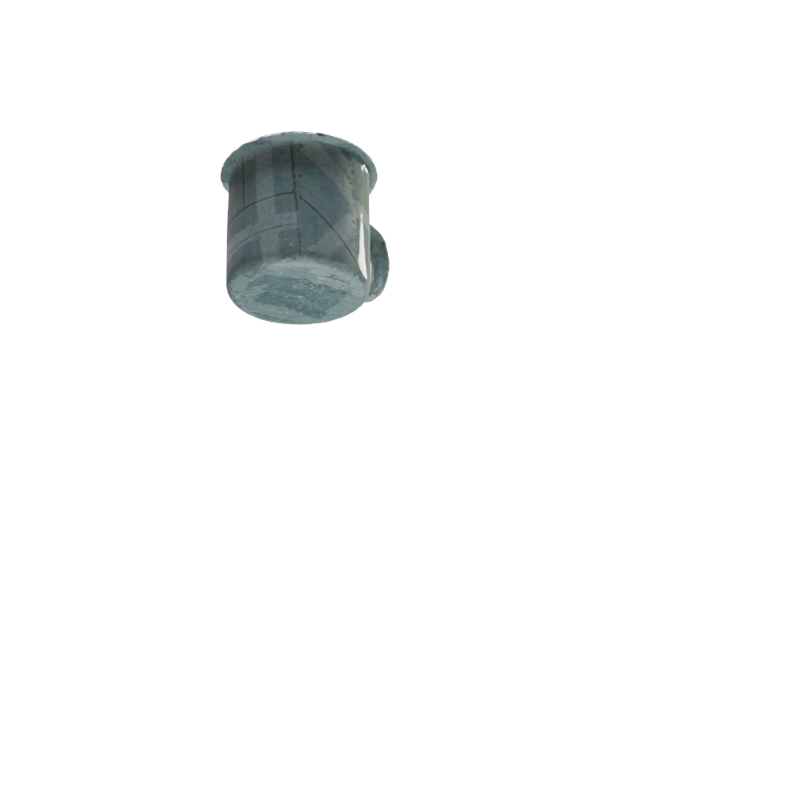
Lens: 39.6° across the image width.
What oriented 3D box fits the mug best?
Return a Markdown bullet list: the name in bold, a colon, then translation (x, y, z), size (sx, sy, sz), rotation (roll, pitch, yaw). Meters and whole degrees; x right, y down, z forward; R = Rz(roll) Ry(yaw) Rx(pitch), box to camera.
- **mug**: translation (-0.051, -0.092, 0.647), size (0.094, 0.086, 0.110), rotation (-23, -33, 38)
